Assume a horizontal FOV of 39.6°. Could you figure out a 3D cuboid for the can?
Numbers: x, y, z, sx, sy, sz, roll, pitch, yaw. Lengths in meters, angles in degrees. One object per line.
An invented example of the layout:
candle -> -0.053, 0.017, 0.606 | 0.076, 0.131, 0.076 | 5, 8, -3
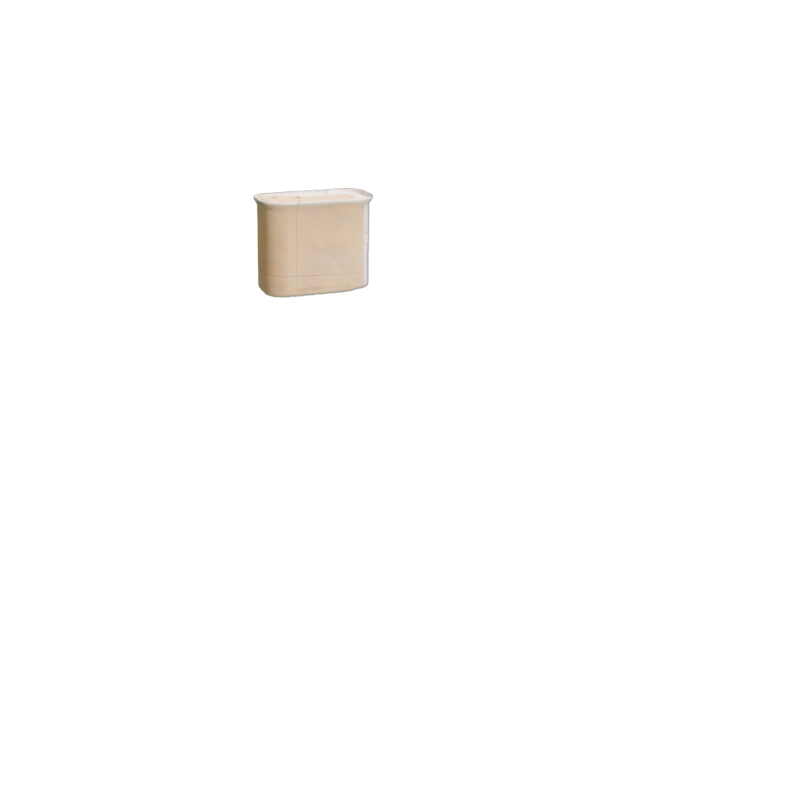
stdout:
can -> -0.076, -0.139, 0.974 | 0.100, 0.081, 0.061 | -6, 16, -20
